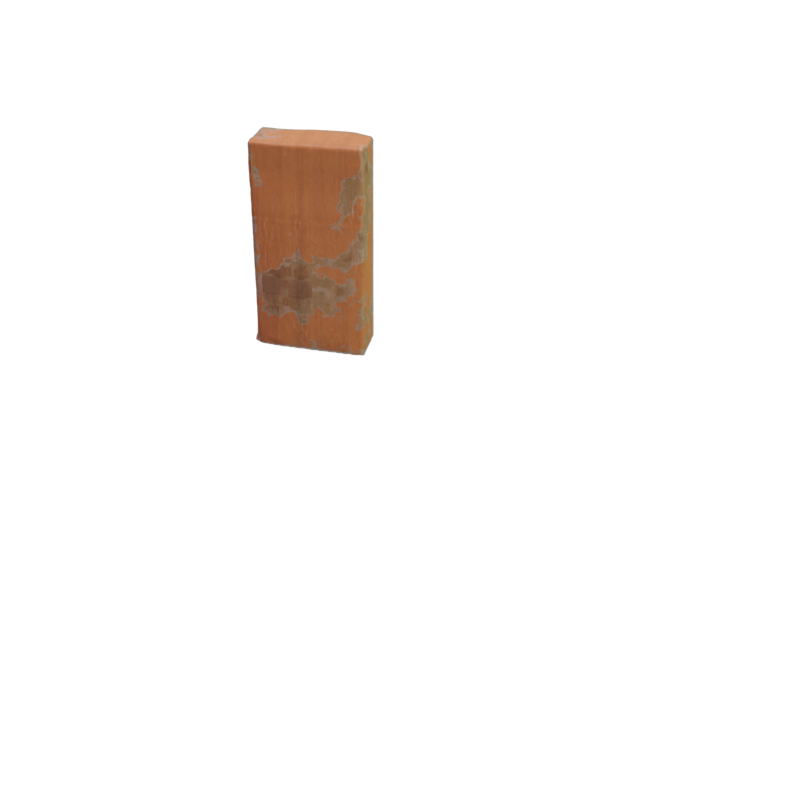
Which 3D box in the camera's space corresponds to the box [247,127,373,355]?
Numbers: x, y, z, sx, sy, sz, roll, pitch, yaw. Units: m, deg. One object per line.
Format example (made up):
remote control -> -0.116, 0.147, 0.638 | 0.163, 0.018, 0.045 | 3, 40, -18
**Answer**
box -> -0.069, -0.126, 0.878 | 0.095, 0.168, 0.049 | 7, 24, 13
